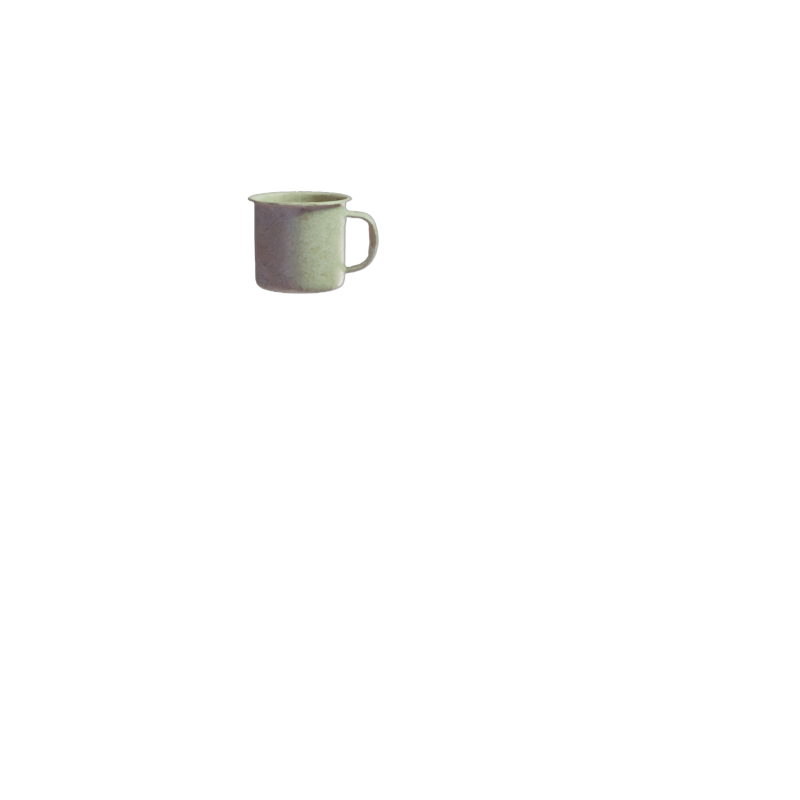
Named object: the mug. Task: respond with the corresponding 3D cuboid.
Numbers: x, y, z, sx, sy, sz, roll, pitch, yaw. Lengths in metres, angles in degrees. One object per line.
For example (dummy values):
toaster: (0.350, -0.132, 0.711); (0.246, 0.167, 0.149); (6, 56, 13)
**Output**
mug: (-0.078, -0.142, 0.994); (0.117, 0.079, 0.096); (0, 14, 1)
